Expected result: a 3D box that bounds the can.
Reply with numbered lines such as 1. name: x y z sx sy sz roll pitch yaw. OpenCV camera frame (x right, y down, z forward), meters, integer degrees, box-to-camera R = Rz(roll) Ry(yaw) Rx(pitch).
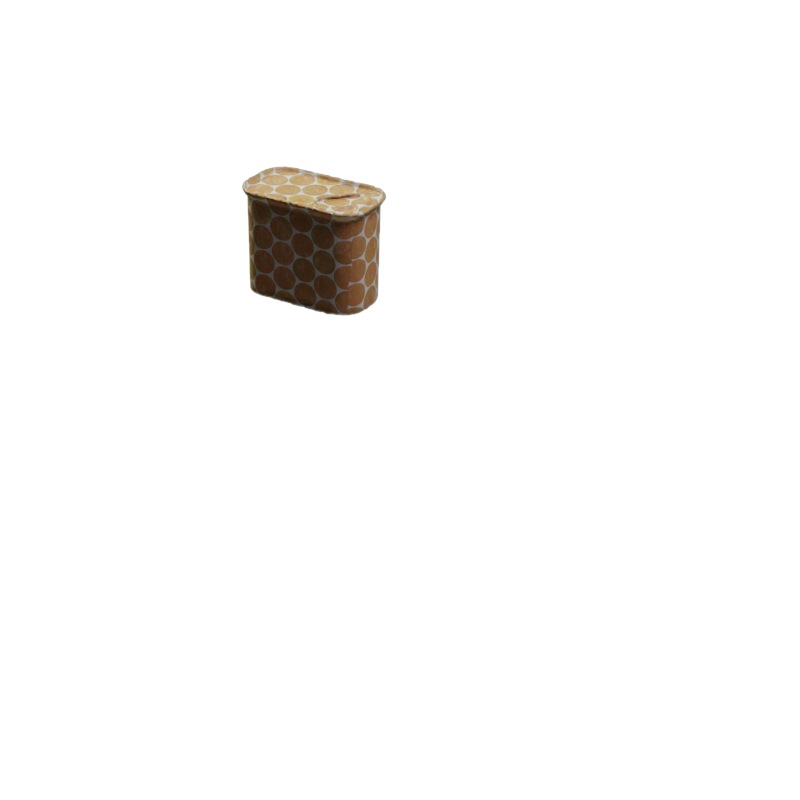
1. can: -0.063 -0.115 0.807 0.107 0.079 0.058 17 32 26
